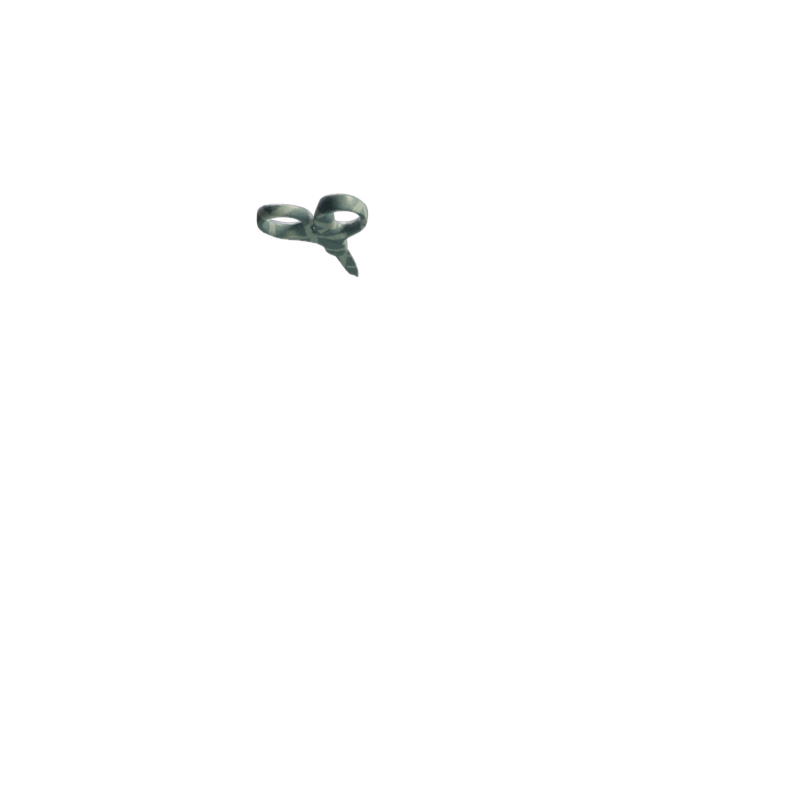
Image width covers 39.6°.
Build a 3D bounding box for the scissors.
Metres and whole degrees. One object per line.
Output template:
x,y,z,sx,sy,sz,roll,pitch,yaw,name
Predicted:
-0.072,-0.132,0.924,0.095,0.016,0.196,1,-10,-7,scissors
